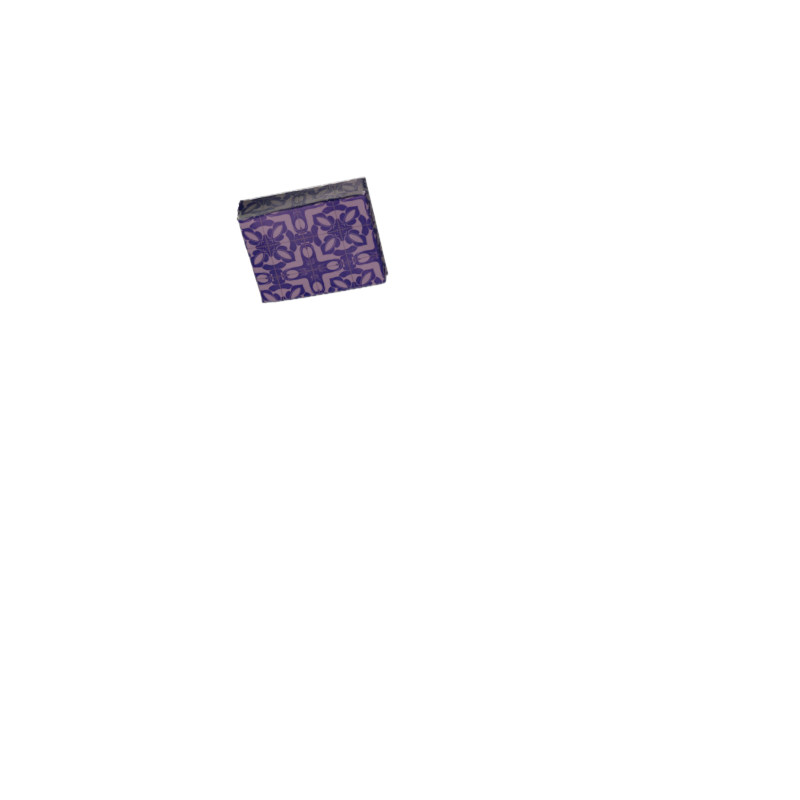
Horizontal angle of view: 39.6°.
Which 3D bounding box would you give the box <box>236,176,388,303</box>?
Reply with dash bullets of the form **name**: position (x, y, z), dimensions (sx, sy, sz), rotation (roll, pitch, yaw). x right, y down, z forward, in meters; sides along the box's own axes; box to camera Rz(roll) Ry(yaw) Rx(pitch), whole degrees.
- **box**: position (-0.074, -0.135, 0.944), dimensions (0.114, 0.084, 0.041), rotation (-10, 31, 6)
